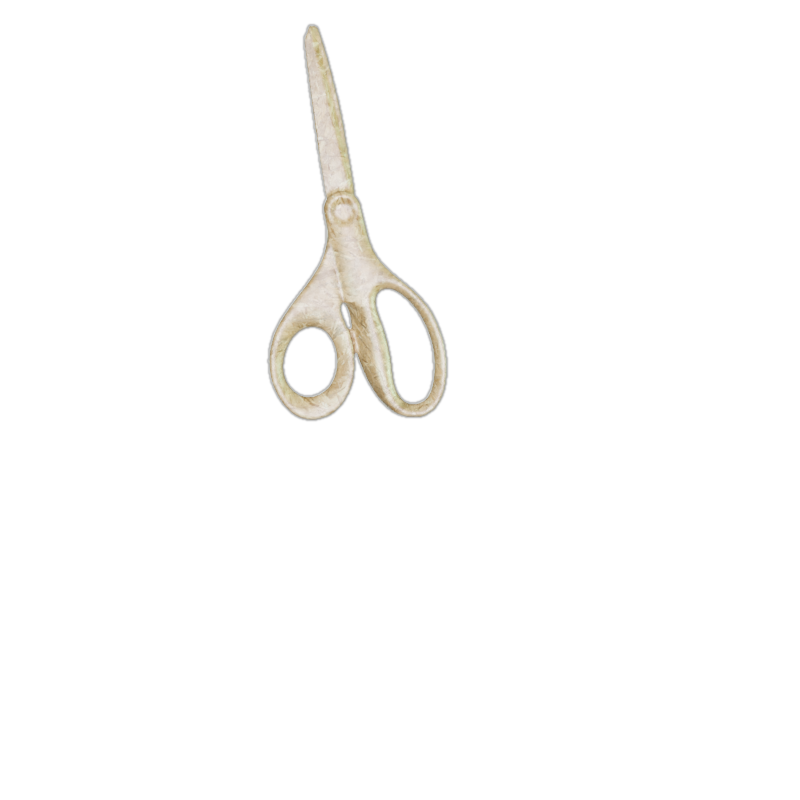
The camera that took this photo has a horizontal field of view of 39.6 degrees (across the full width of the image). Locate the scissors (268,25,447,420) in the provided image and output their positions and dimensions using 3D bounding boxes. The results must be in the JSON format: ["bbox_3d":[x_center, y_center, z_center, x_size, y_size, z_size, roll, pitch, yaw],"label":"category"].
[{"bbox_3d":[-0.043,-0.079,0.554,0.096,0.204,0.016,-25,-5,-2],"label":"scissors"}]
